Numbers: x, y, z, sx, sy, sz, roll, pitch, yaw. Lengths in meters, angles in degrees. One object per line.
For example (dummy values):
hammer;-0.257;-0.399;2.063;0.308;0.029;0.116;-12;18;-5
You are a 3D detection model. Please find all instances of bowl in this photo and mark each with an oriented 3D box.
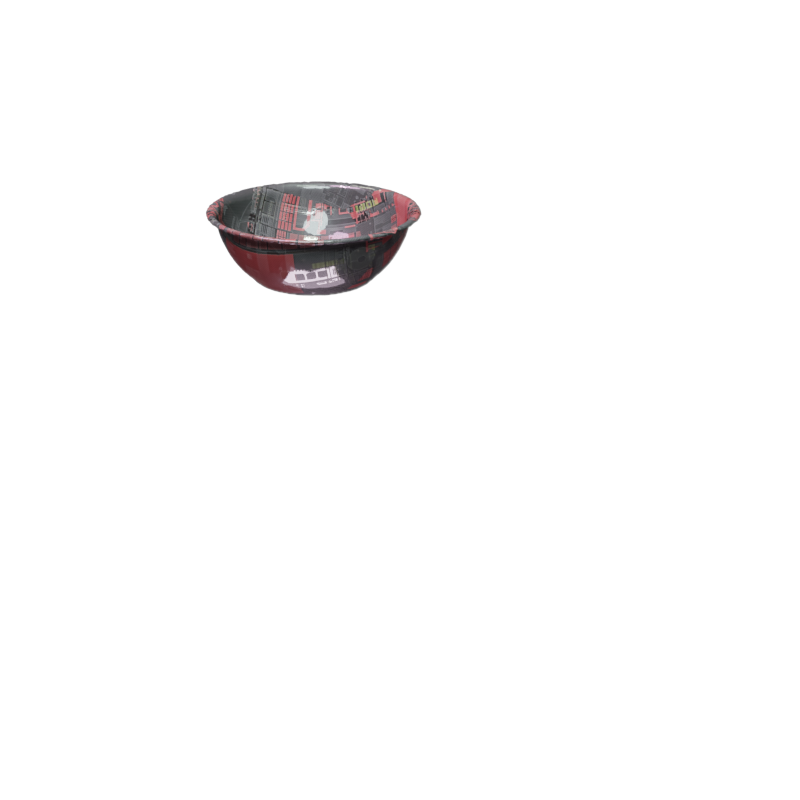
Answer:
bowl;-0.066;-0.120;0.842;0.162;0.052;0.170;-1;24;-2
